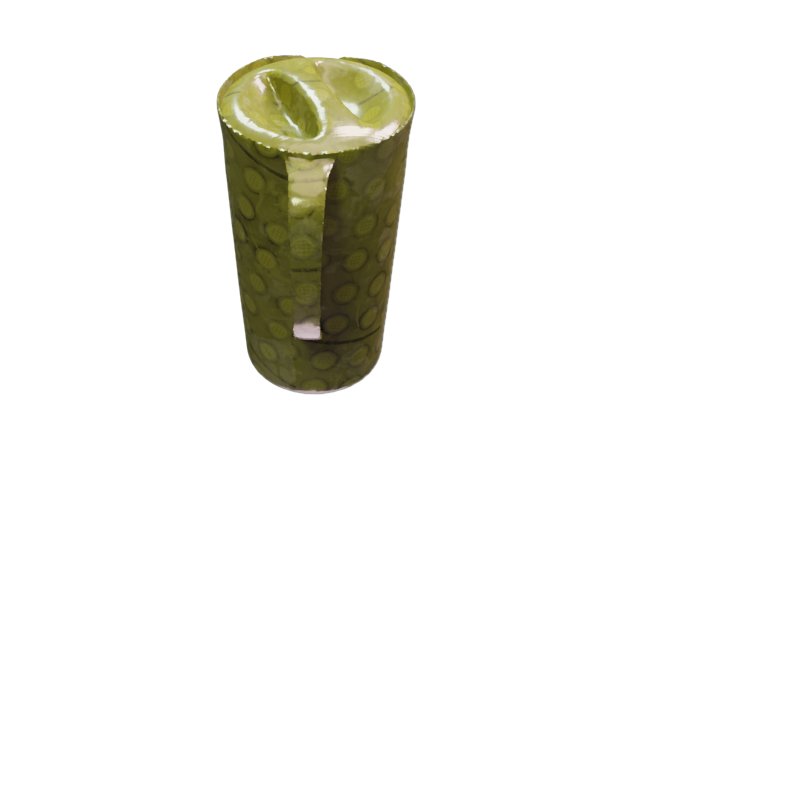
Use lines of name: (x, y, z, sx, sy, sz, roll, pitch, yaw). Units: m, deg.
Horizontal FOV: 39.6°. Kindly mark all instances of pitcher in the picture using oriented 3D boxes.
pitcher: (-0.063, -0.115, 0.804, 0.150, 0.227, 0.155, -32, 52, -33)
